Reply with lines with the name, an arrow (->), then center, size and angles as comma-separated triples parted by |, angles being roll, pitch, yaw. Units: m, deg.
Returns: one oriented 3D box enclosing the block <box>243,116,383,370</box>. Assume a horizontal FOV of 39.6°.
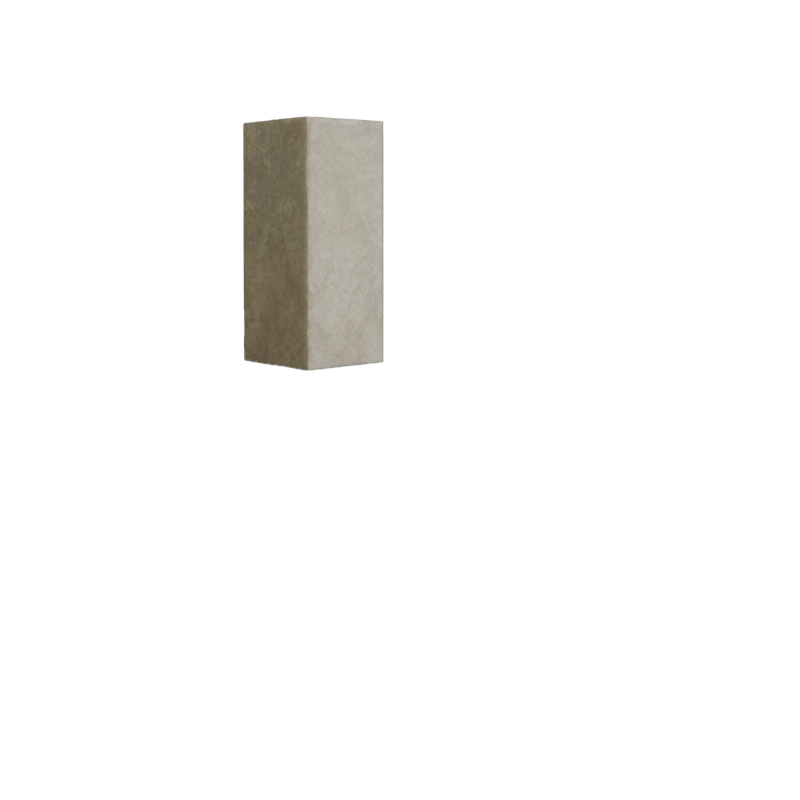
block -> -0.074, -0.136, 0.952 | 0.087, 0.205, 0.094 | -2, 3, -42
